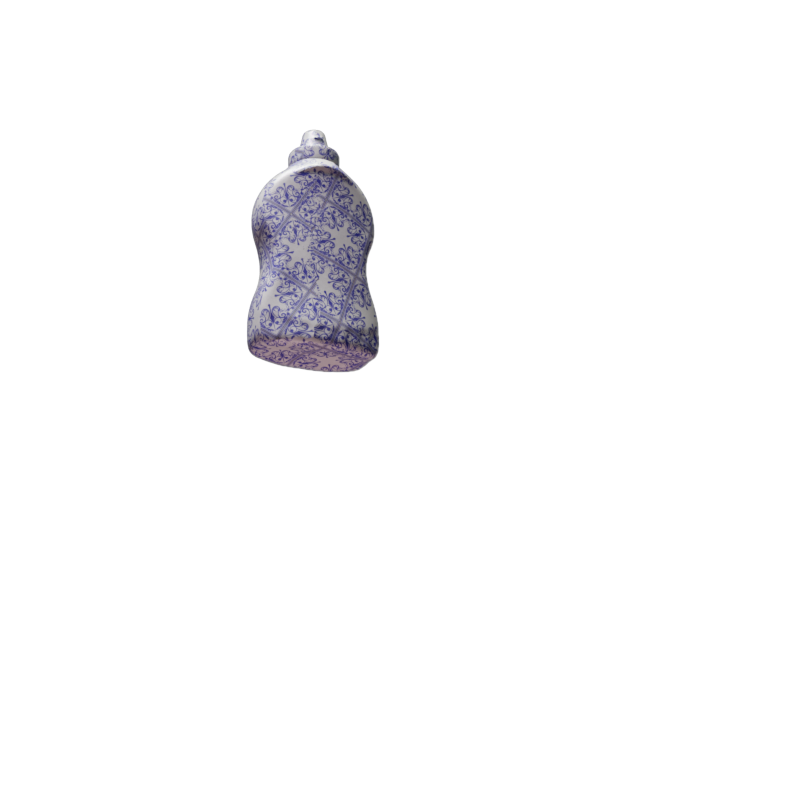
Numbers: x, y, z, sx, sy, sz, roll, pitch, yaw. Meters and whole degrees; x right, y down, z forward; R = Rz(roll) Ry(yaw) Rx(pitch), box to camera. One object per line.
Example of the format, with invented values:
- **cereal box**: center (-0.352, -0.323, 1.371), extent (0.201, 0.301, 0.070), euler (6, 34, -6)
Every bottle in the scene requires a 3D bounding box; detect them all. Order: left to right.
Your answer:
- **bottle**: center (-0.066, -0.121, 0.848), extent (0.093, 0.203, 0.057), euler (8, -27, -20)
